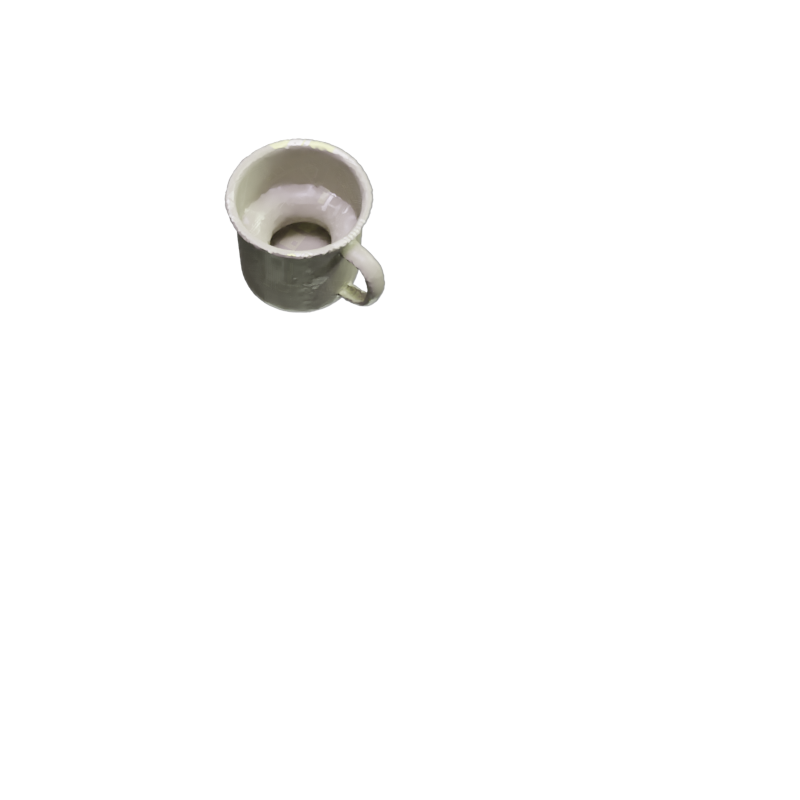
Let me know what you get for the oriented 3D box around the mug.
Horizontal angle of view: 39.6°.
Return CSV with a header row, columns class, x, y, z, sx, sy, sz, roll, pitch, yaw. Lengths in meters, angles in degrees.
class,x,y,z,sx,sy,sz,roll,pitch,yaw
mug,-0.057,-0.103,0.723,0.123,0.095,0.076,36,-25,19
